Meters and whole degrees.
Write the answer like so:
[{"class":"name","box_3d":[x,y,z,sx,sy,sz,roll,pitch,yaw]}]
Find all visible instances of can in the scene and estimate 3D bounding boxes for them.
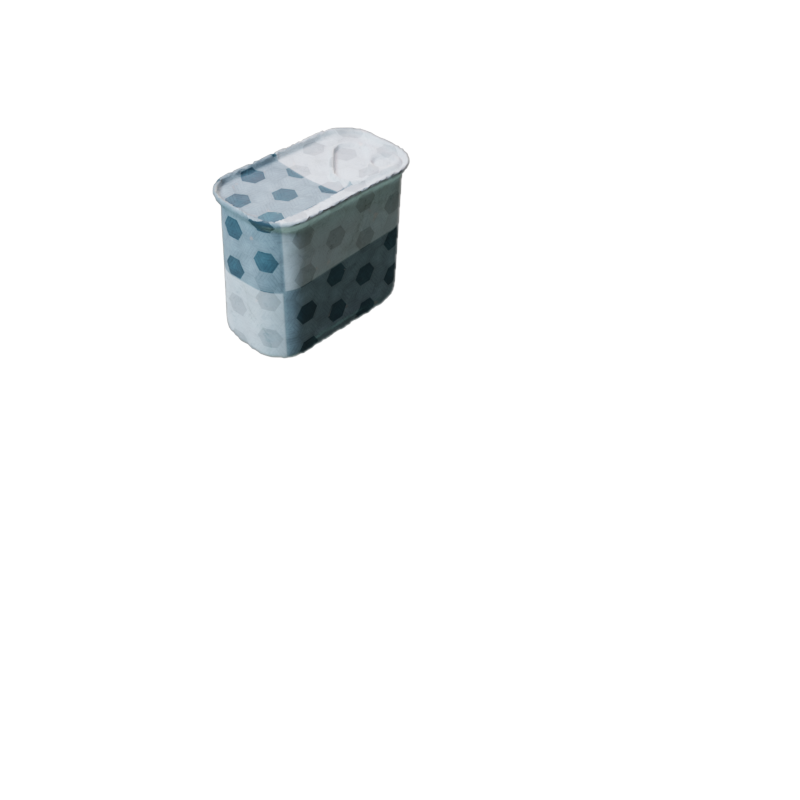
[{"class":"can","box_3d":[-0.045,-0.081,0.570,0.061,0.078,0.102,30,46,32]}]
